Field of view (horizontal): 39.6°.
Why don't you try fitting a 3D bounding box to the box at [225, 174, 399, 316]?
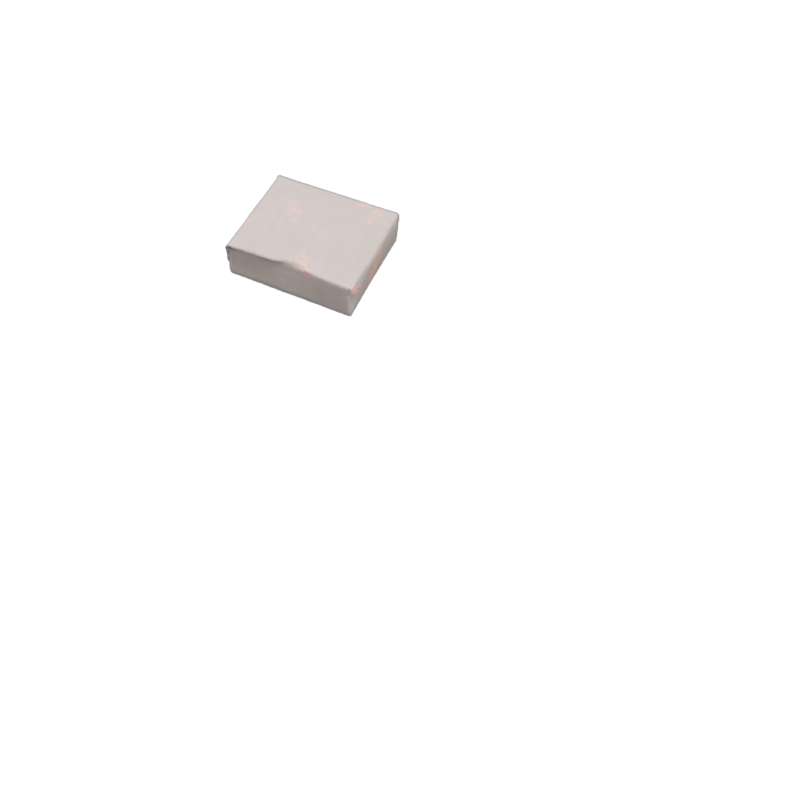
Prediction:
[{"bbox_3d":[-0.056,-0.101,0.708,0.092,0.076,0.028,20,-37,16],"label":"box"}]
